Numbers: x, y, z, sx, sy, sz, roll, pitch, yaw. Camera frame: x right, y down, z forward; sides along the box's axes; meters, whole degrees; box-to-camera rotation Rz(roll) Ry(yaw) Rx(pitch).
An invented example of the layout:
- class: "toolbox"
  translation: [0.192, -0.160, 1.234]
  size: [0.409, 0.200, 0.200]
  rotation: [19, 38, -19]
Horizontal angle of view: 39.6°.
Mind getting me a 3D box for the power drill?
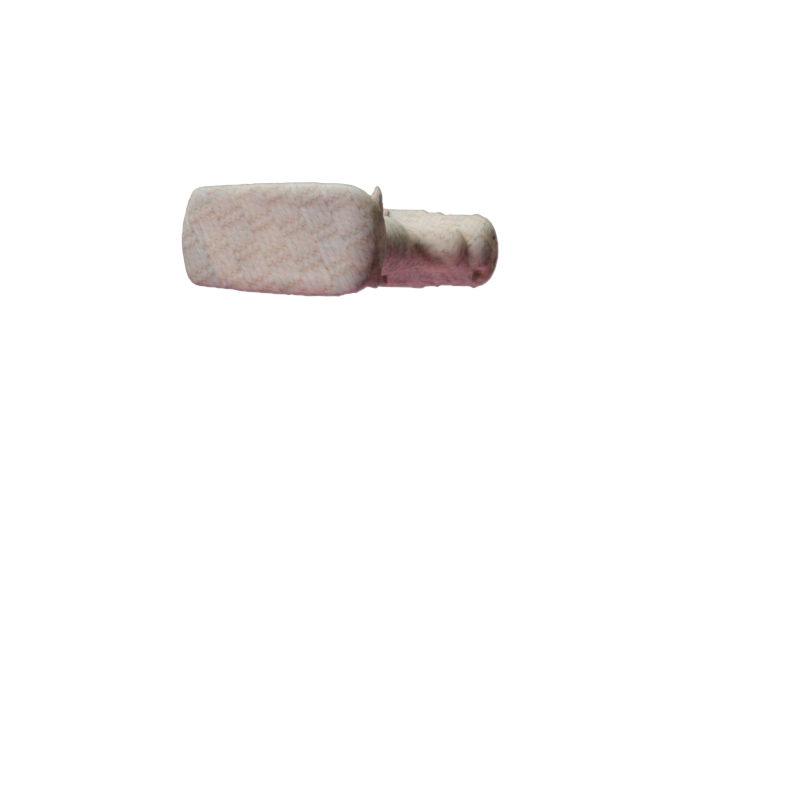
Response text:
- class: "power drill"
  translation: [-0.051, -0.092, 0.645]
  size: [0.189, 0.057, 0.184]
  rotation: [2, 7, 20]
